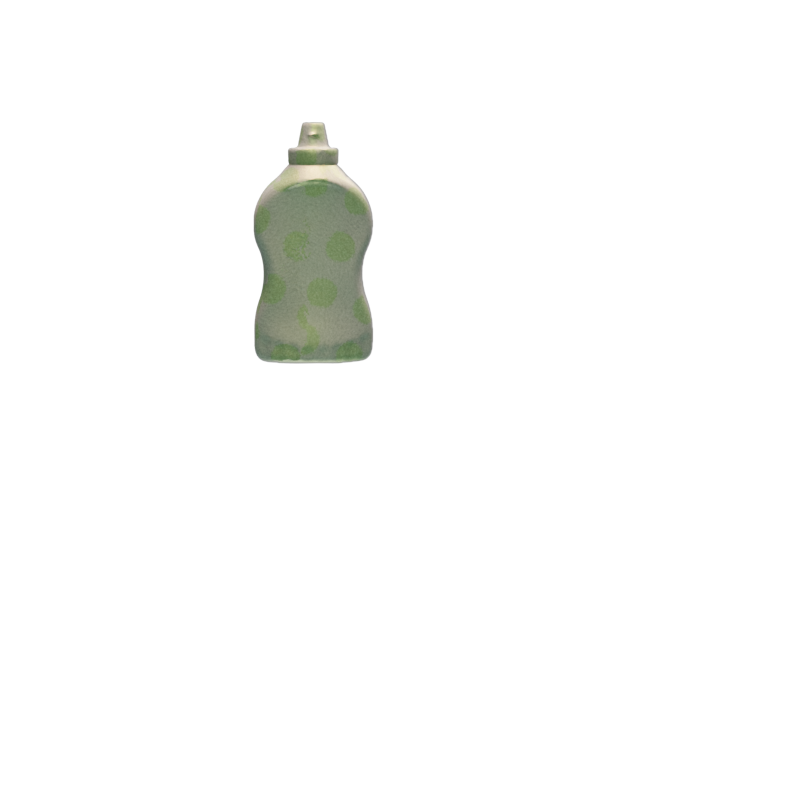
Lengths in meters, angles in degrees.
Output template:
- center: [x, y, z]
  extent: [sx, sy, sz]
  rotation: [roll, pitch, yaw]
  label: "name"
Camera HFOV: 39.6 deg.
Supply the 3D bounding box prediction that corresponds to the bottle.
- center: [-0.070, -0.128, 0.896]
  extent: [0.096, 0.189, 0.059]
  rotation: [0, 5, -2]
  label: "bottle"
